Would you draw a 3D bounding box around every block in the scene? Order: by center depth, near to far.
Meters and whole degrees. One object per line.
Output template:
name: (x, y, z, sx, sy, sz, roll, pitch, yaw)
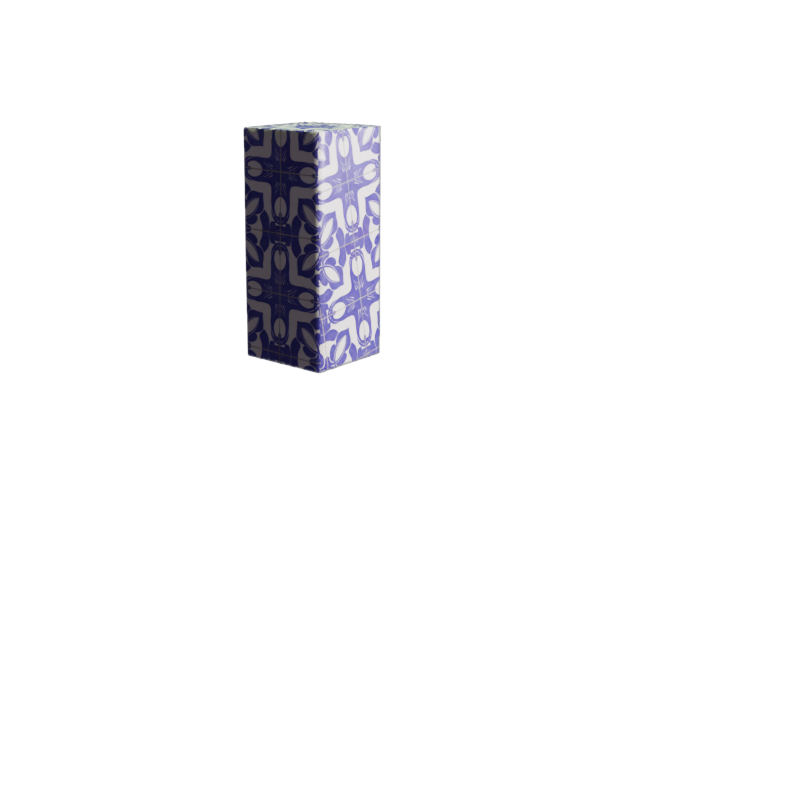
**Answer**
block: (-0.078, -0.141, 0.986, 0.095, 0.201, 0.088, 10, 15, 37)
